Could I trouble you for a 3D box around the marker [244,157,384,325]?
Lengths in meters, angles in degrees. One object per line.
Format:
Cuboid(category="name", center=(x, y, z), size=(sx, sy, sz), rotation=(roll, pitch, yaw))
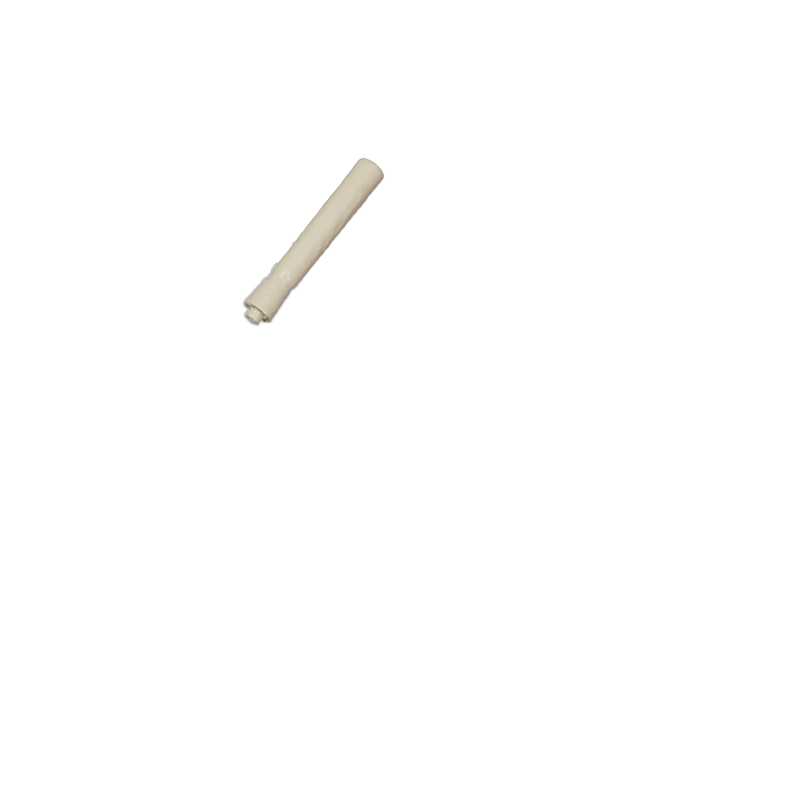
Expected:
Cuboid(category="marker", center=(-0.051, -0.092, 0.648), size=(0.020, 0.123, 0.019), rotation=(32, -20, 10))
